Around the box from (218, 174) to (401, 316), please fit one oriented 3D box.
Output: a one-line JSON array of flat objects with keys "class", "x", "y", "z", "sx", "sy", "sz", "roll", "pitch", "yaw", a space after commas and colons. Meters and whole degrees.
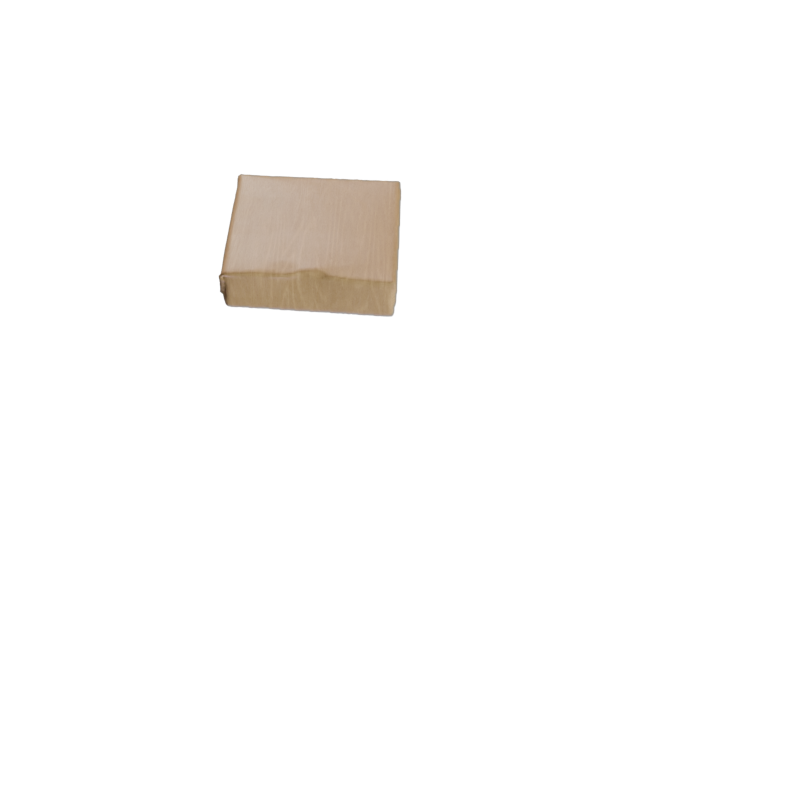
[{"class": "box", "x": -0.045, "y": -0.082, "z": 0.577, "sx": 0.090, "sy": 0.078, "sz": 0.028, "roll": 3, "pitch": -39, "yaw": 2}]
